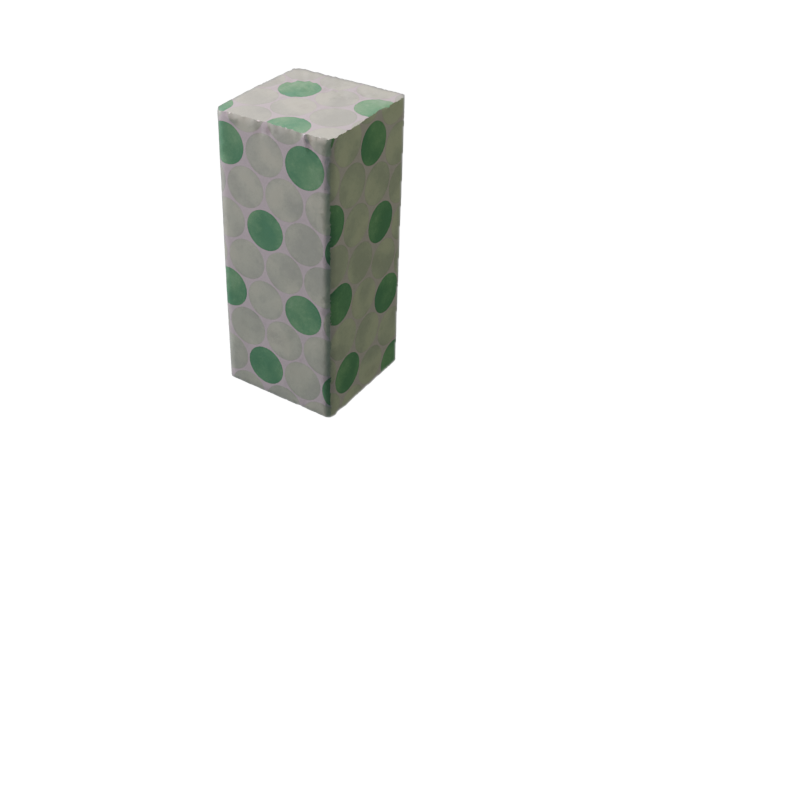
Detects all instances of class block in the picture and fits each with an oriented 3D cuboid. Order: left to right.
[{"bbox_3d":[-0.059,-0.107,0.750,0.095,0.194,0.091,21,37,27],"label":"block"}]
